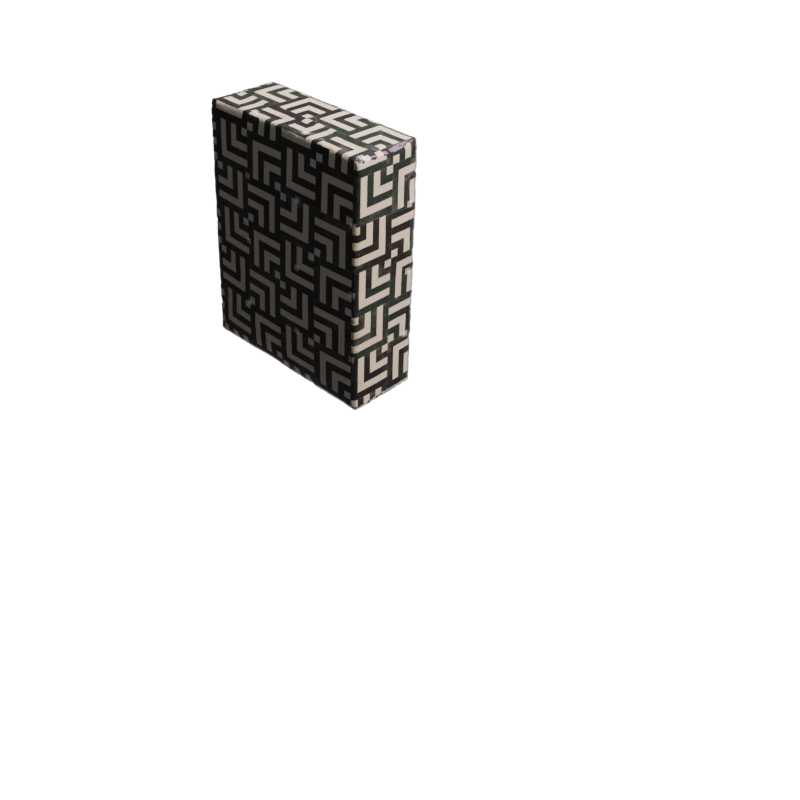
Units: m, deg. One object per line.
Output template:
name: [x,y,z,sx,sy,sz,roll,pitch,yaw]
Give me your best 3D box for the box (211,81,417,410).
box: [-0.068,-0.124,0.871,0.071,0.201,0.175,-25,41,-37]
